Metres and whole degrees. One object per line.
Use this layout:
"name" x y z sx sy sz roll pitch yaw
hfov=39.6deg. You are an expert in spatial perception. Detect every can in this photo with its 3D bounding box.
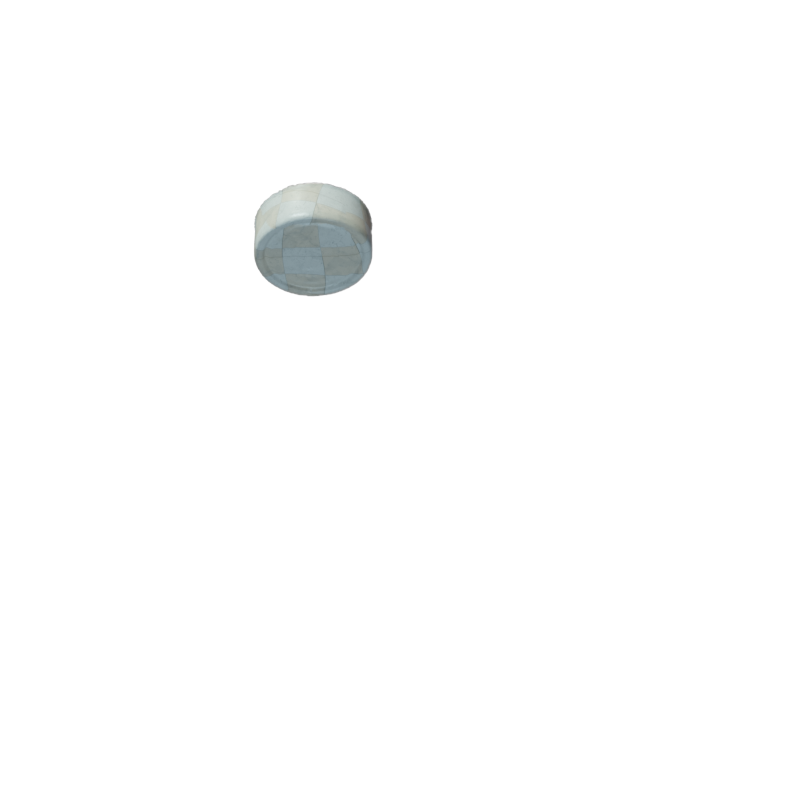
"can" -0.062 -0.113 0.794 0.086 0.036 0.080 1 -40 -2
